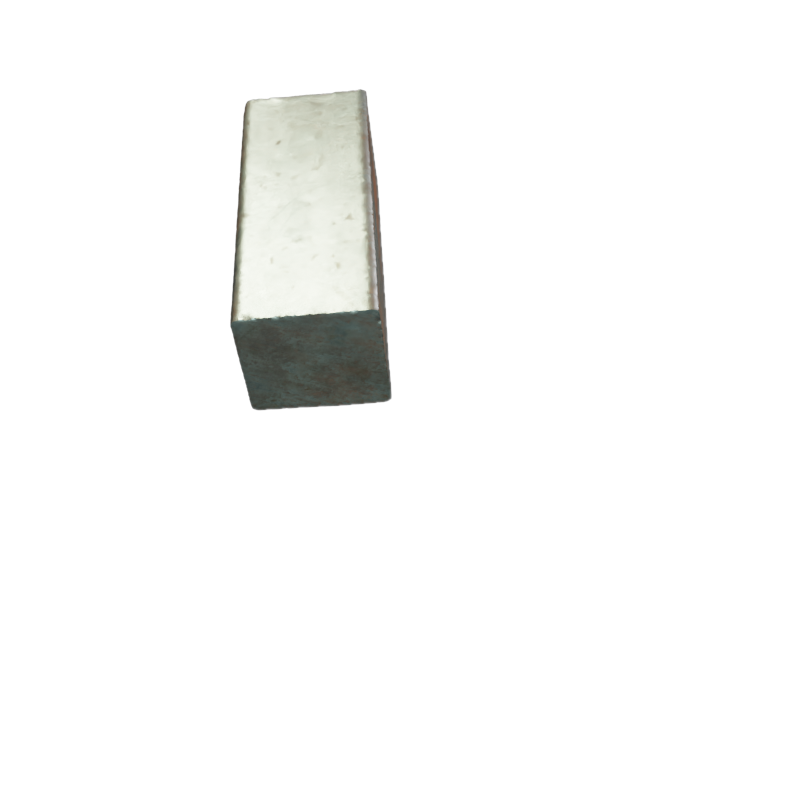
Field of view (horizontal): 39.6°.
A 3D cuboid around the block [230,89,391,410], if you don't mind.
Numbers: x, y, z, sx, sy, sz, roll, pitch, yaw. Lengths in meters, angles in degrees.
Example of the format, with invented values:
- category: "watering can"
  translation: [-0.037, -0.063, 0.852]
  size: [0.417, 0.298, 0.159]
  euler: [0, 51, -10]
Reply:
- category: "block"
  translation: [-0.058, -0.105, 0.738]
  size: [0.090, 0.221, 0.084]
  euler: [-5, -41, 2]
